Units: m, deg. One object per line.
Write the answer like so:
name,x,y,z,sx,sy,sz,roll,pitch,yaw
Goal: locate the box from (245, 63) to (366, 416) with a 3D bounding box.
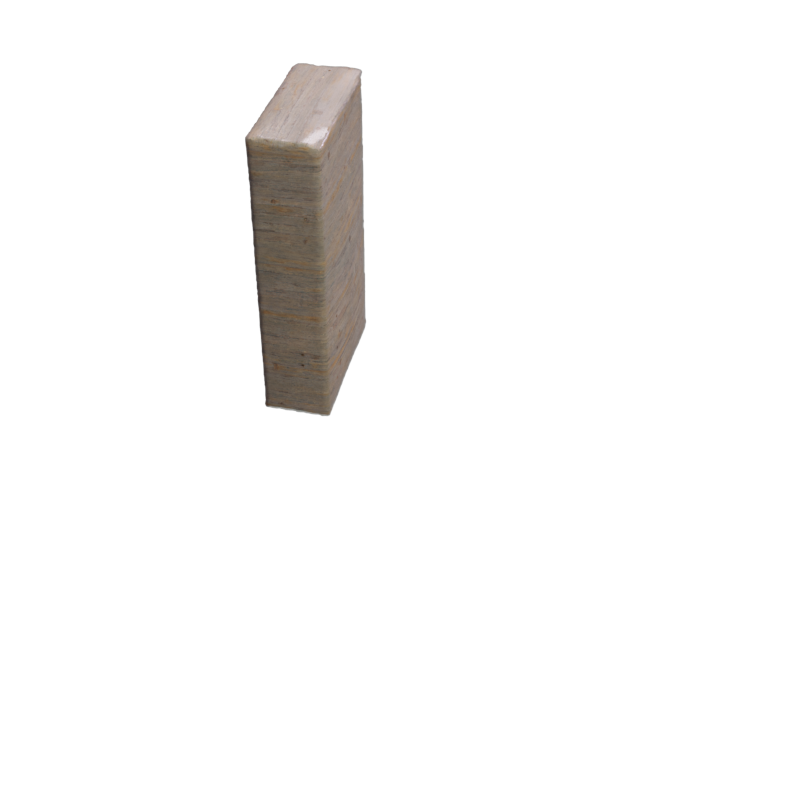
box,-0.048,-0.088,0.620,0.049,0.165,0.098,9,39,8
